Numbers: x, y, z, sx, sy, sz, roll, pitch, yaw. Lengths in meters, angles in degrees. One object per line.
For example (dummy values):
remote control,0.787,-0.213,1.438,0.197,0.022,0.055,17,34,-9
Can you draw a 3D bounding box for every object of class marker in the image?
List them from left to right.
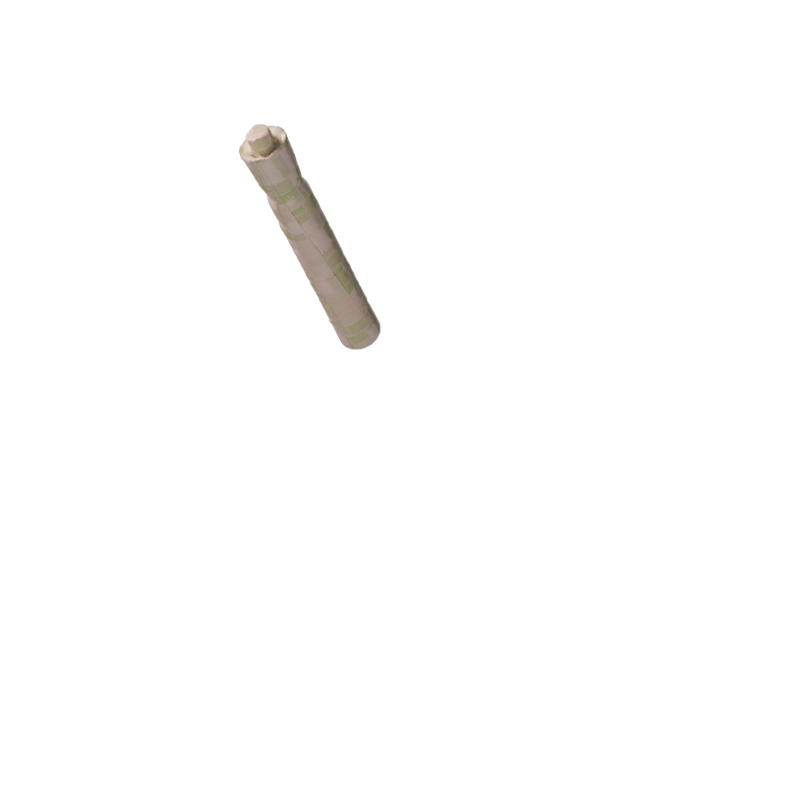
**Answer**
marker,-0.035,-0.063,0.441,0.020,0.021,0.111,2,-37,25
